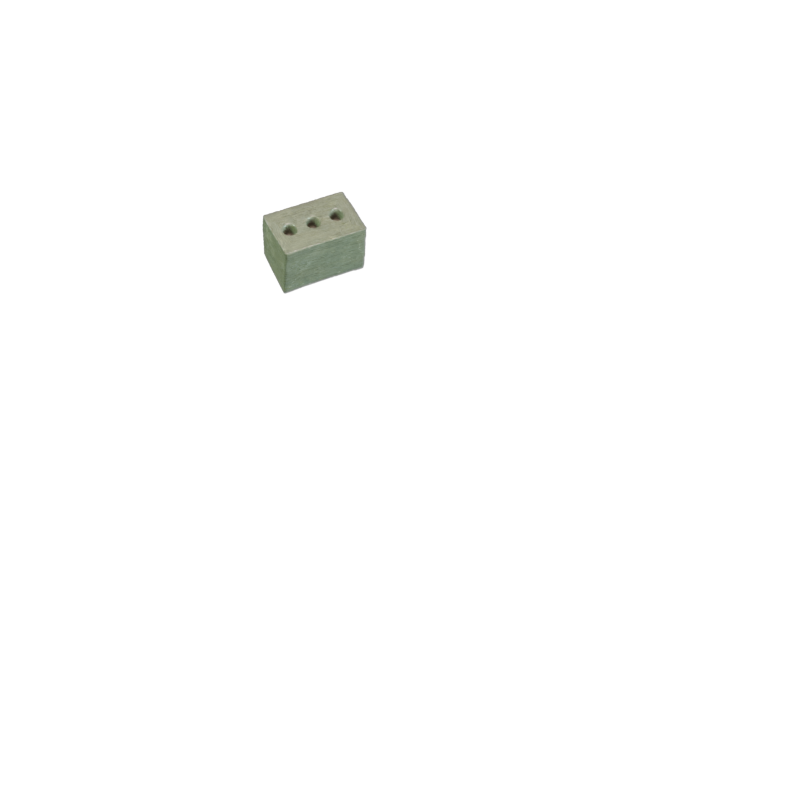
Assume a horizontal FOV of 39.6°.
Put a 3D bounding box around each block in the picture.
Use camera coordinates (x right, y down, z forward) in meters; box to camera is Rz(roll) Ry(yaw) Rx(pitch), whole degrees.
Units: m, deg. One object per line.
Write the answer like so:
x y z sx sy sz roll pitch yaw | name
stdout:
-0.076 -0.138 0.966 0.077 0.057 0.048 -20 -35 -17 | block
